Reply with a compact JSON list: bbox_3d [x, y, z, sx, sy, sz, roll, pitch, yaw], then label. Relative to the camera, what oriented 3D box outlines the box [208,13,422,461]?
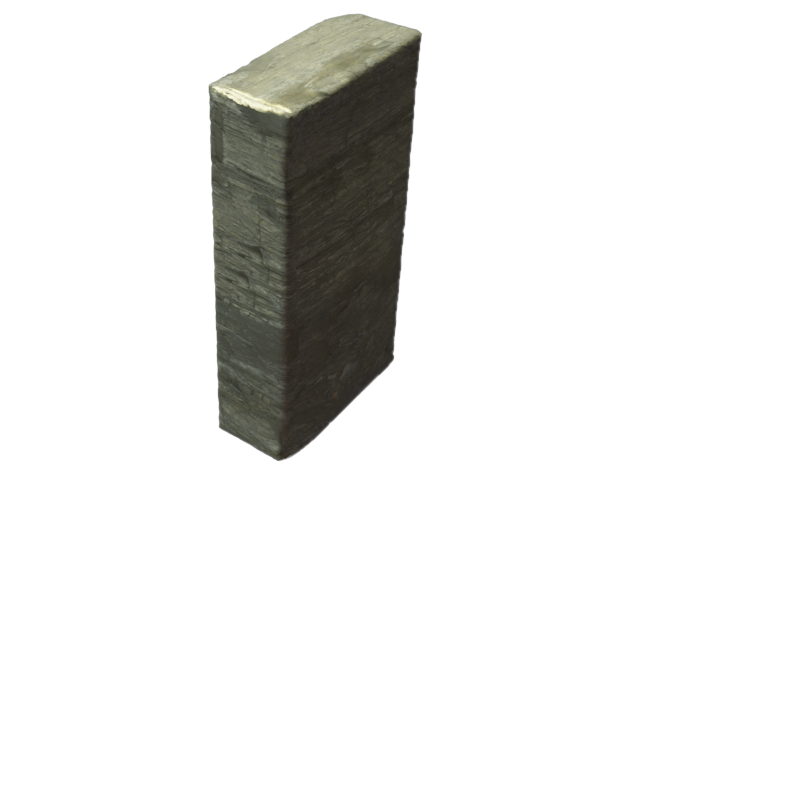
[{"bbox_3d":[-0.037,-0.068,0.475,0.050,0.165,0.095,22,41,24],"label":"box"}]
